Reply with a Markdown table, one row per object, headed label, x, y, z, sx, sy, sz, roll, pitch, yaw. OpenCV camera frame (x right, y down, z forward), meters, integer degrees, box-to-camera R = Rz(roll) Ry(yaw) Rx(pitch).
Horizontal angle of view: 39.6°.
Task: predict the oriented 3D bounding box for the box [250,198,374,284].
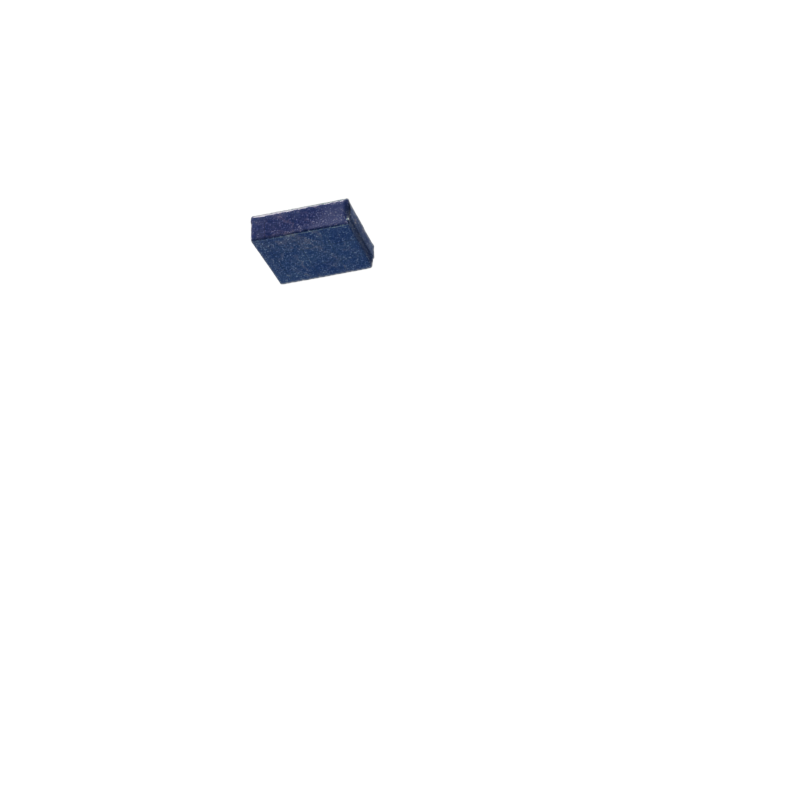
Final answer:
| label | x | y | z | sx | sy | sz | roll | pitch | yaw |
| --- | --- | --- | --- | --- | --- | --- | --- | --- | --- |
| box | -0.074 | -0.136 | 0.953 | 0.090 | 0.032 | 0.068 | -9 | -30 | 15 |
